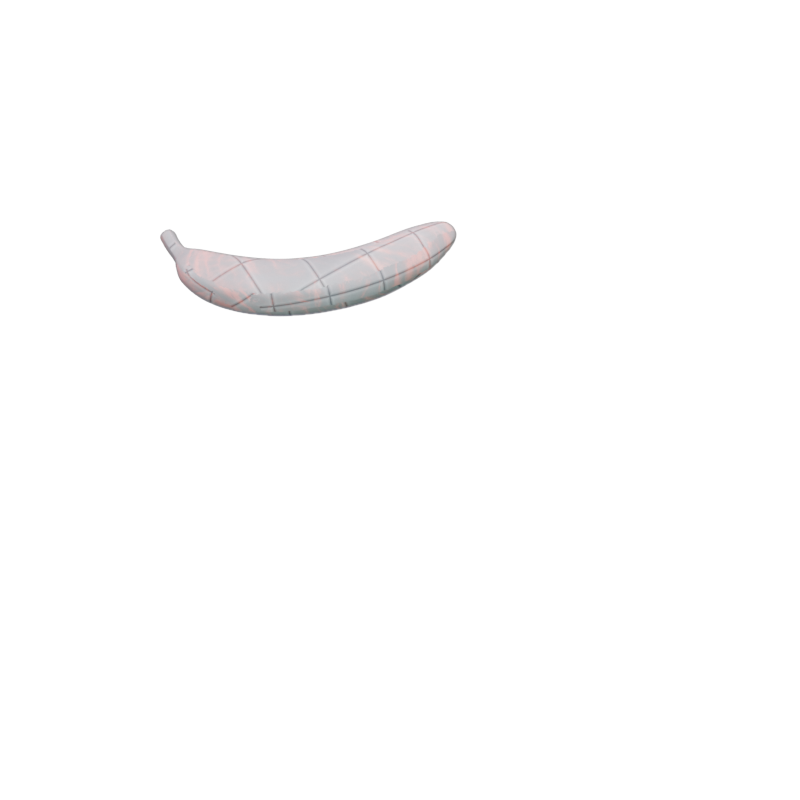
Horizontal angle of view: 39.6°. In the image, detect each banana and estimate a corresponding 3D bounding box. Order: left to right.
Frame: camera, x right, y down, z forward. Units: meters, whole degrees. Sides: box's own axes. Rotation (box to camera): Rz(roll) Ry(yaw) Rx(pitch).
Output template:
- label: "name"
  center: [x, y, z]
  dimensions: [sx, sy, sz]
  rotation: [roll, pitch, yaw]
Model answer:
- label: "banana"
  center: [-0.060, -0.087, 0.721]
  dimensions: [0.197, 0.074, 0.035]
  rotation: [-1, -27, 0]
